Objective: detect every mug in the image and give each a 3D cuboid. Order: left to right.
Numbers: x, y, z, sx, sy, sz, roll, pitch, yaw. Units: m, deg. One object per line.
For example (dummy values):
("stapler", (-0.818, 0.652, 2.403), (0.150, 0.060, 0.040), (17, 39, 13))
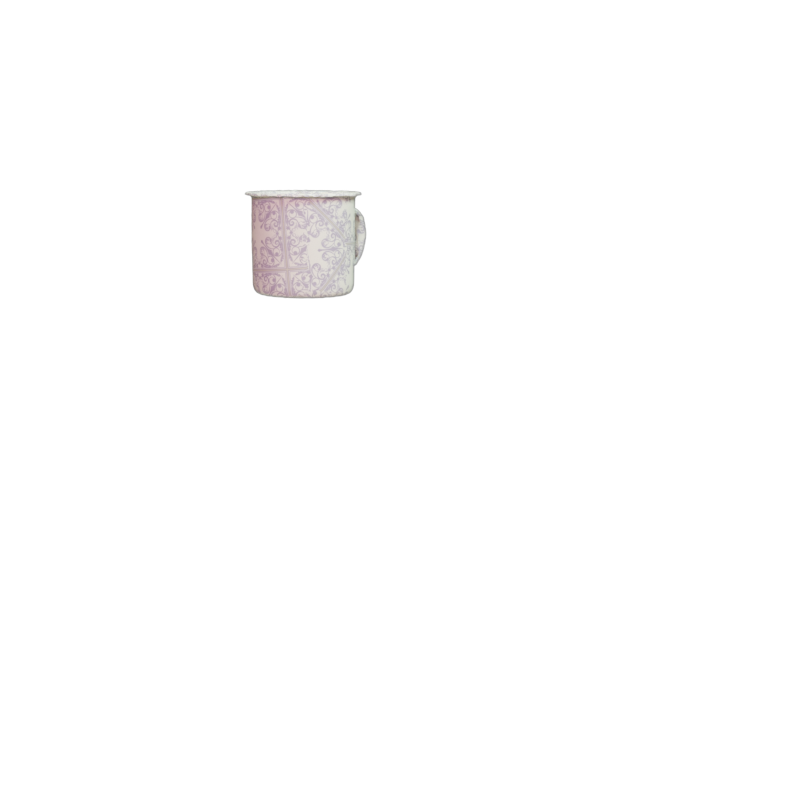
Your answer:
("mug", (-0.070, -0.128, 0.894), (0.097, 0.080, 0.114), (7, 12, 38))
